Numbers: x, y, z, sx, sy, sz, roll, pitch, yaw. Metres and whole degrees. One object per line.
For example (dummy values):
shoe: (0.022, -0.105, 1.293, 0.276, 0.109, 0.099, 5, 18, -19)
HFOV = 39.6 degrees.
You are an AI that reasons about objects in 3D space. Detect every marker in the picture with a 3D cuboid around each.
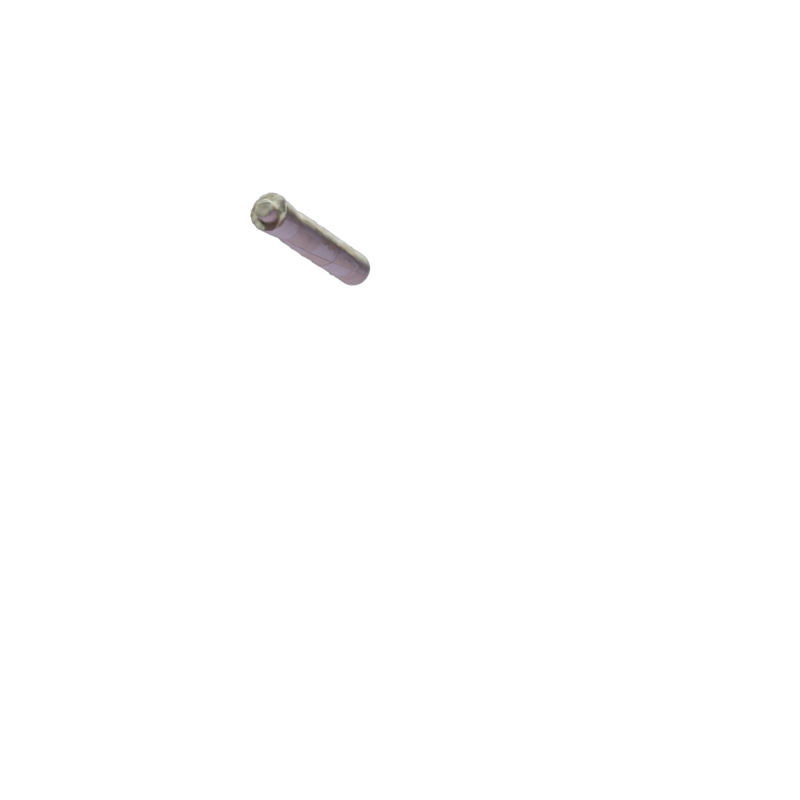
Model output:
marker: (-0.044, -0.079, 0.556, 0.020, 0.020, 0.115, 2, -7, 19)
